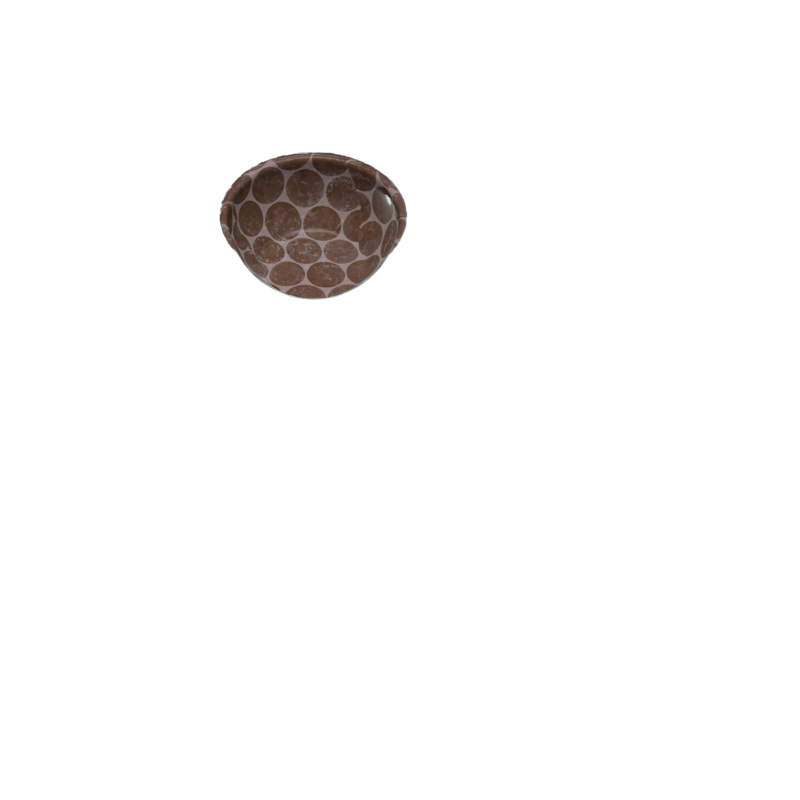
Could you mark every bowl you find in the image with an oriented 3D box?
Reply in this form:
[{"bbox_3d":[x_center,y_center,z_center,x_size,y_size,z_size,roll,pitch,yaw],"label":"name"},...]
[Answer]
[{"bbox_3d":[-0.074,-0.134,0.939,0.162,0.059,0.151,1,-37,-2],"label":"bowl"}]
